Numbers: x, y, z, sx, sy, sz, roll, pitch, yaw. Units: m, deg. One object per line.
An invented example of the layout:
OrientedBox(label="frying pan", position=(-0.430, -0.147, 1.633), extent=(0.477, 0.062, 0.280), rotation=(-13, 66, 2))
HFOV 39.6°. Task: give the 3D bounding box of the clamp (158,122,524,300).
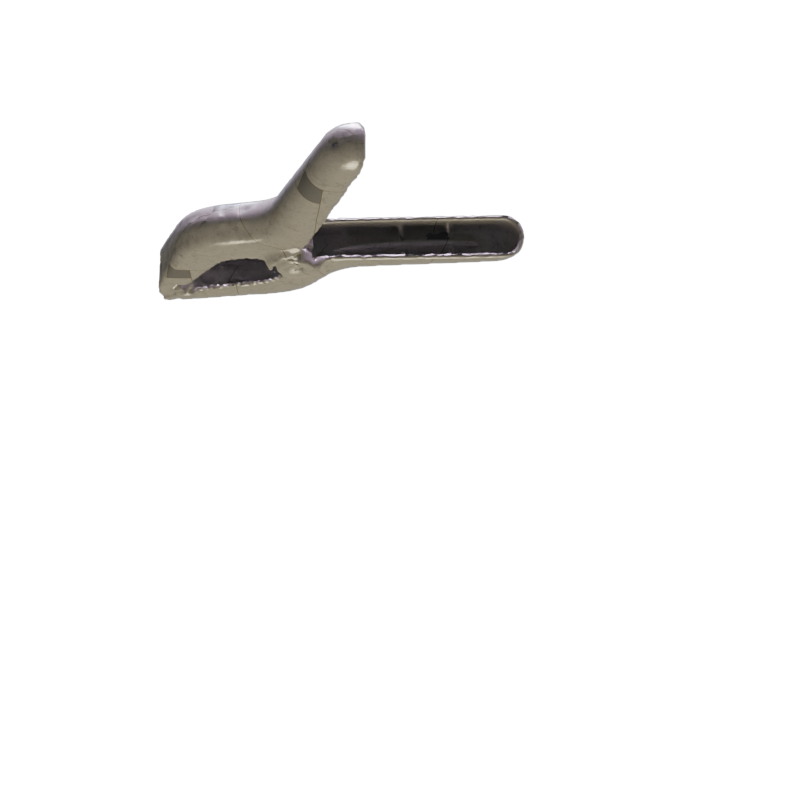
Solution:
OrientedBox(label="clamp", position=(-0.048, -0.088, 0.617), extent=(0.213, 0.038, 0.155), rotation=(-13, -20, 40))
